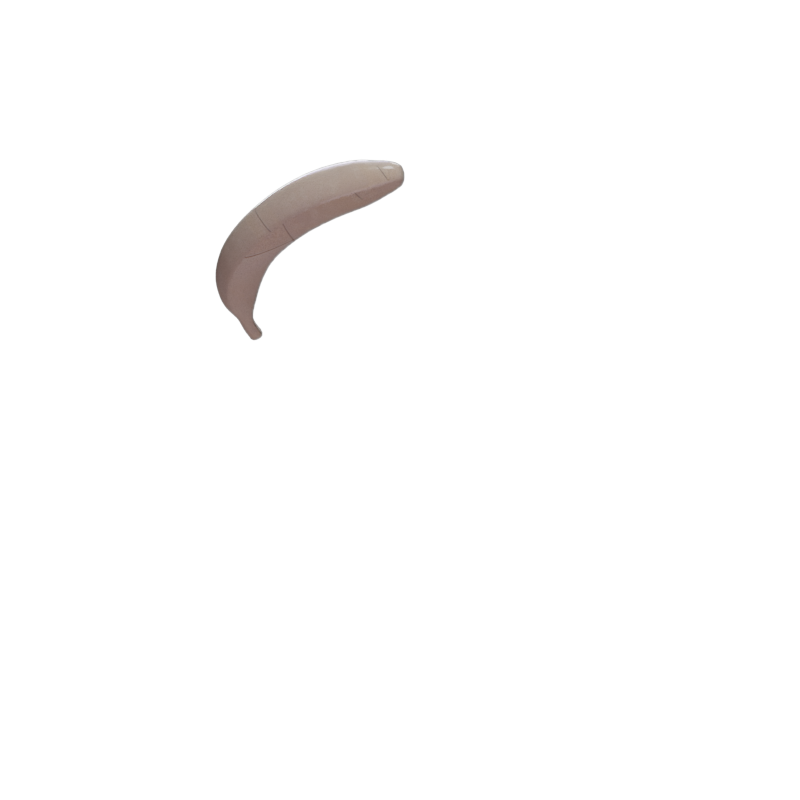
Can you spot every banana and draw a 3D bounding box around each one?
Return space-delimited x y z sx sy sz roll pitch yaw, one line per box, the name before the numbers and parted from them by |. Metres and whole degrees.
banana | -0.080 -0.119 0.800 0.066 0.039 0.194 26 -48 -27
